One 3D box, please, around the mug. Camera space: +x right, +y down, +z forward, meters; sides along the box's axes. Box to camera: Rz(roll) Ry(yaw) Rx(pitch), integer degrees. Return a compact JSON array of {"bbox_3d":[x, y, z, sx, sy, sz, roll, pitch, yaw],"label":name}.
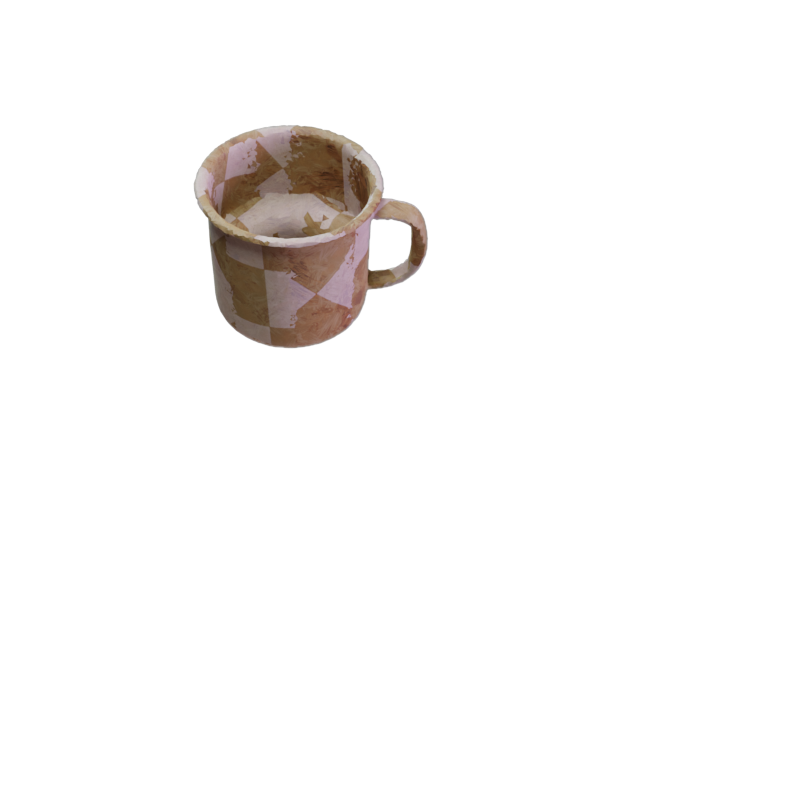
[{"bbox_3d":[-0.045,-0.081,0.570,0.117,0.100,0.076,0,-44,-1],"label":"mug"}]
